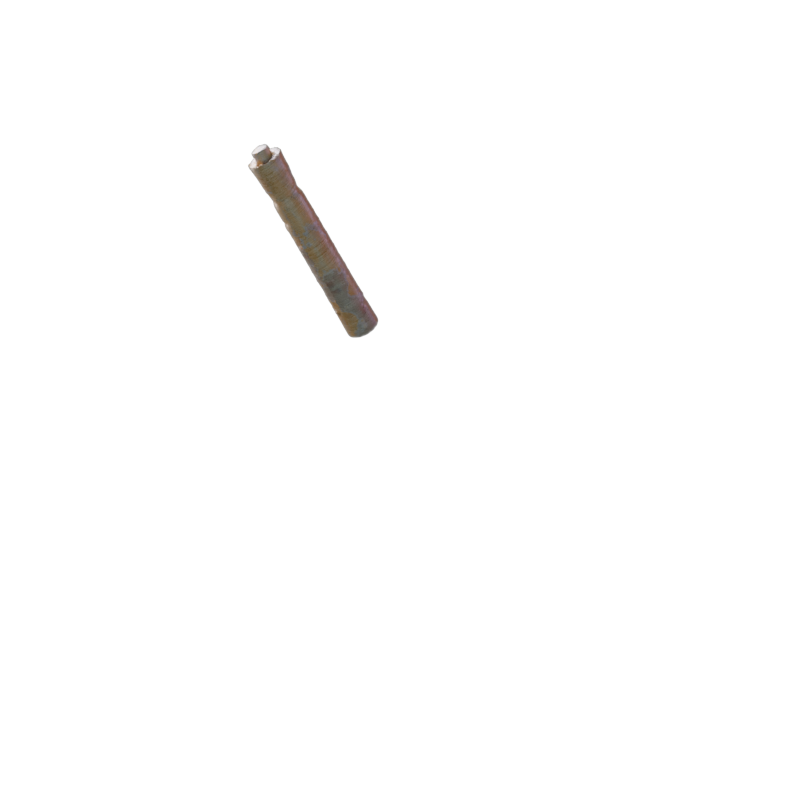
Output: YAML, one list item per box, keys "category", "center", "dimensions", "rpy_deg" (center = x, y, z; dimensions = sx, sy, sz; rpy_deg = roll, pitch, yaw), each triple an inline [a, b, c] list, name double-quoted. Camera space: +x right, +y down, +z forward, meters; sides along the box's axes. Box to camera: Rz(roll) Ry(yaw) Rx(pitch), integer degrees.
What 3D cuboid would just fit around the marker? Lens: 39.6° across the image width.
- category: "marker"
  center: [-0.046, -0.084, 0.589]
  dimensions: [0.020, 0.113, 0.021]
  rpy_deg: [-24, 27, 12]
